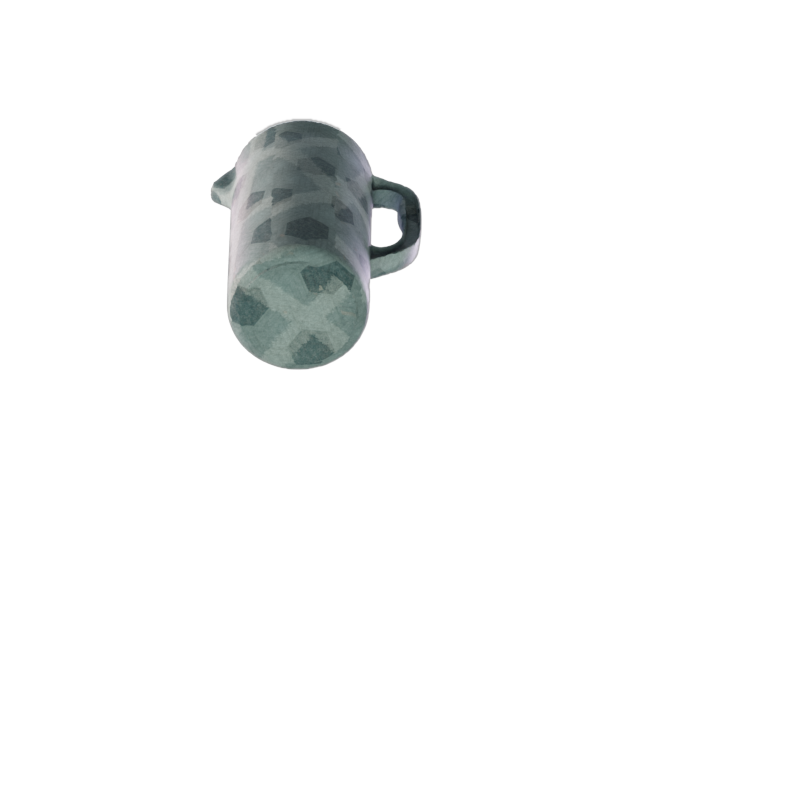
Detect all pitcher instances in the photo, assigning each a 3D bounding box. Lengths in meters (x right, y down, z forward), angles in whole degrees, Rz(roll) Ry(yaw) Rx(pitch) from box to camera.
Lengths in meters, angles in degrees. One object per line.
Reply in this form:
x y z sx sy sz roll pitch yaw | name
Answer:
-0.073 -0.133 0.932 0.148 0.137 0.259 -37 27 18 | pitcher
